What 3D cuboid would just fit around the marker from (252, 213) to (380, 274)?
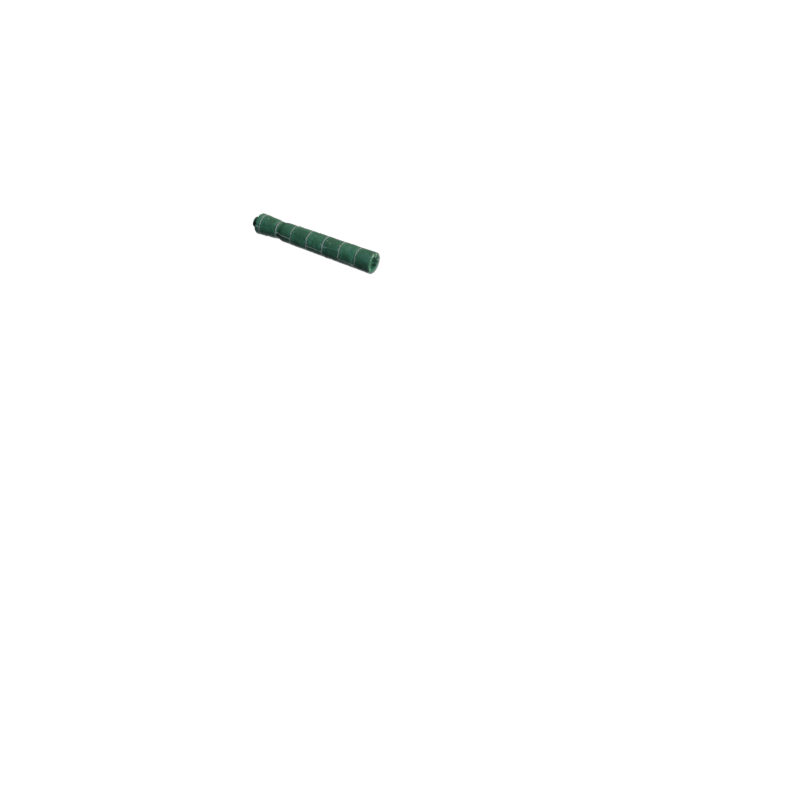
[{"bbox_3d":[-0.073,-0.134,0.938,0.127,0.019,0.019,23,14,26],"label":"marker"}]
